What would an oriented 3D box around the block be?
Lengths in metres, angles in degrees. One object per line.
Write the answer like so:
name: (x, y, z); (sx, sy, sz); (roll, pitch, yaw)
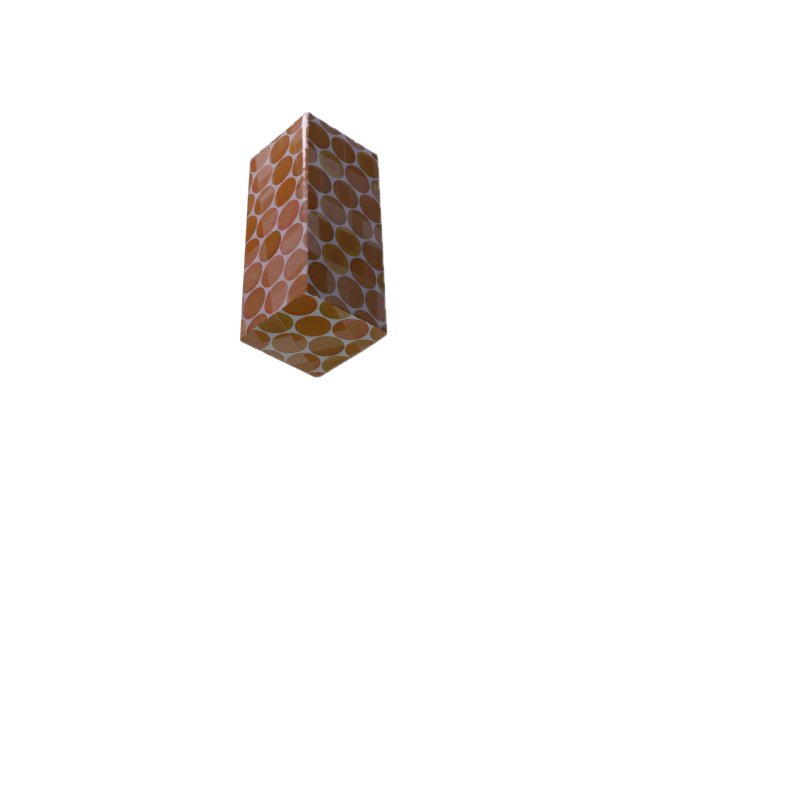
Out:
block: (-0.076, -0.139, 0.973); (0.085, 0.221, 0.089); (28, -46, -34)
